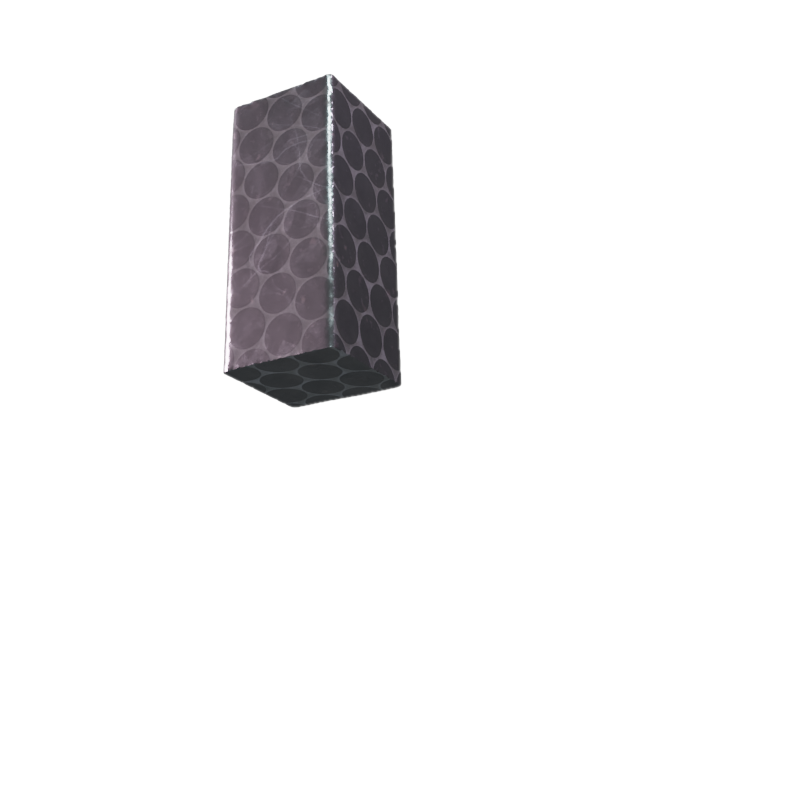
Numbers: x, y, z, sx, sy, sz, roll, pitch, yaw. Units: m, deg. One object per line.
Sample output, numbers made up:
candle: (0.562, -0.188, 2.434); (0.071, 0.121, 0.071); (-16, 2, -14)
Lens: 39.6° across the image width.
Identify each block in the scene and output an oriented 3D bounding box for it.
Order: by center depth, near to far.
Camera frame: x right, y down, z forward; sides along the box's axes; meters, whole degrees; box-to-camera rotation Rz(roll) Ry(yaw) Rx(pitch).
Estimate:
block: (-0.062, -0.112, 0.784); (0.091, 0.218, 0.084); (-15, -28, 27)
